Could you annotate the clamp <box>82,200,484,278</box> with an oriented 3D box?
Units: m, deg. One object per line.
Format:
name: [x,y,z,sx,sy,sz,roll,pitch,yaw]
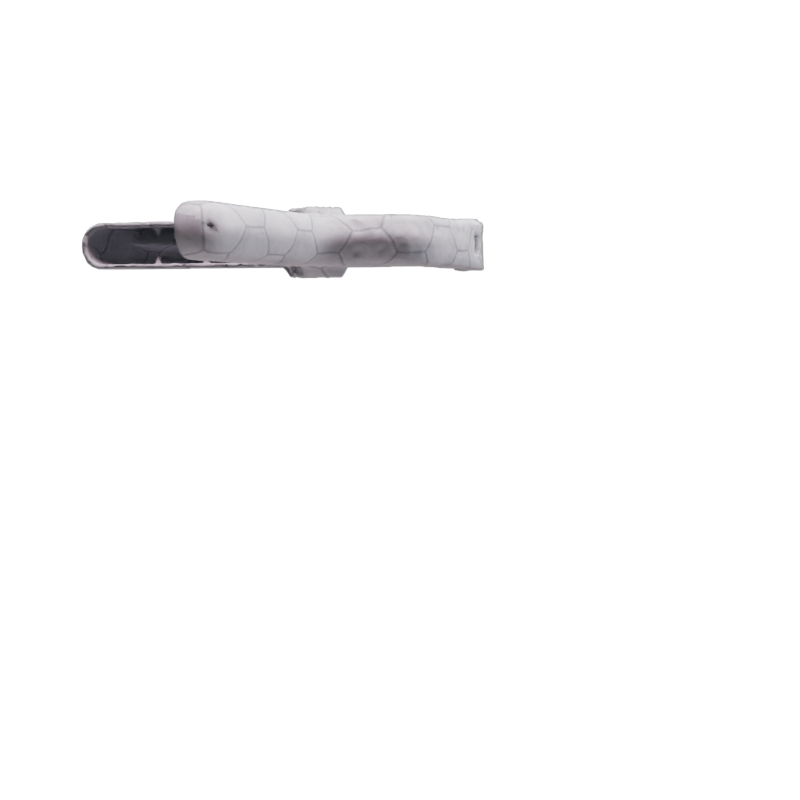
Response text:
clamp: [-0.043,-0.079,0.555,0.205,0.036,0.169,-2,6,-21]
